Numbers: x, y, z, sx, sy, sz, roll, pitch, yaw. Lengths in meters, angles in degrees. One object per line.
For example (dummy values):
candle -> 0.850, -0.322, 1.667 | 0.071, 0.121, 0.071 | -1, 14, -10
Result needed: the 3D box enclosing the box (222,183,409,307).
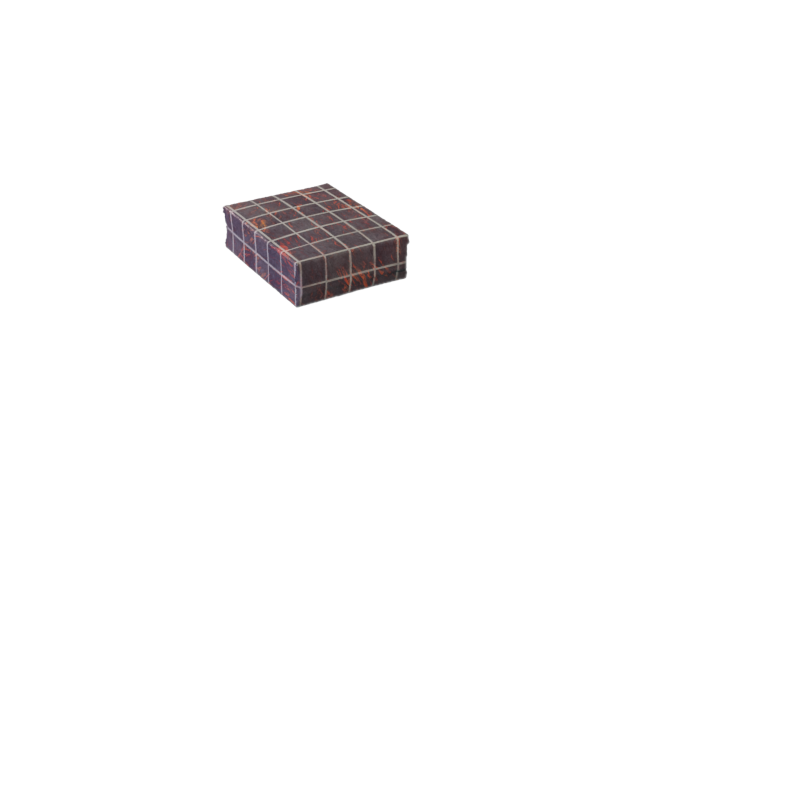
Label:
box -> -0.061, -0.112, 0.784 | 0.088, 0.037, 0.122 | -17, 33, -28
